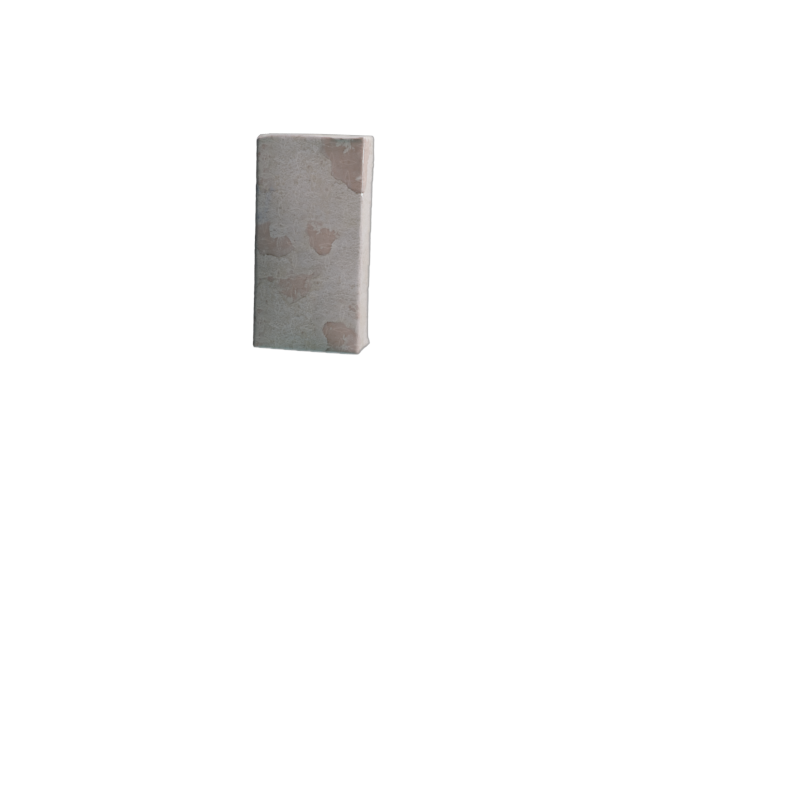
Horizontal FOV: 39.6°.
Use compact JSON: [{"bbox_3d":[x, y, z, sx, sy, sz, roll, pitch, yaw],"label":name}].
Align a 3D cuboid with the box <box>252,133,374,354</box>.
[{"bbox_3d":[-0.071,-0.130,0.908,0.095,0.173,0.048,3,9,13],"label":"box"}]
